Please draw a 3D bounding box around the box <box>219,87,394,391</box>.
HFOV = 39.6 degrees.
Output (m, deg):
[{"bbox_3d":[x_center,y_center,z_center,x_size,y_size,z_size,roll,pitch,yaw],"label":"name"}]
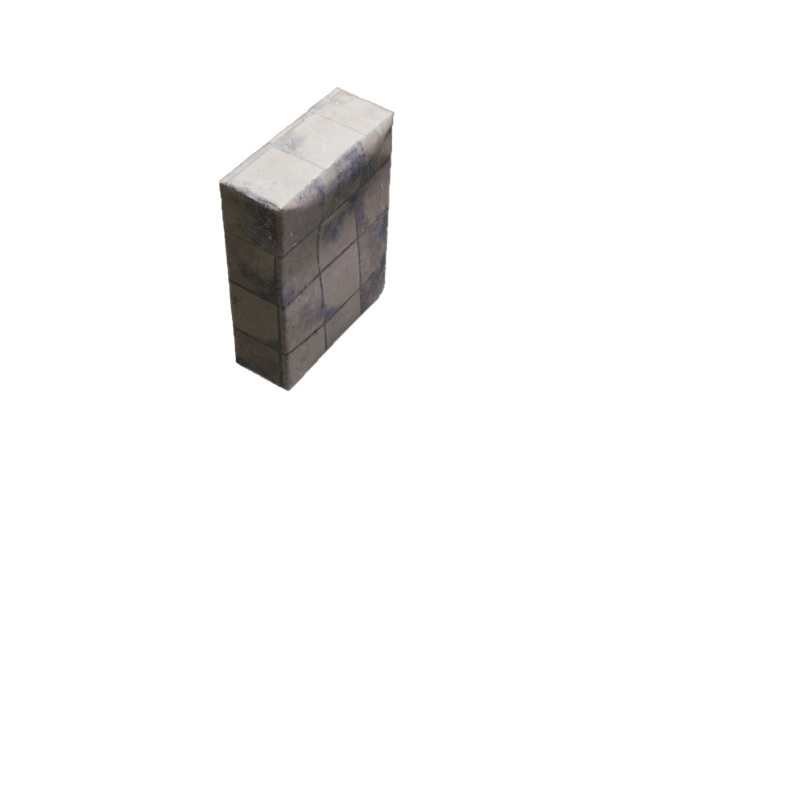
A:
[{"bbox_3d":[-0.076,-0.139,0.971,0.075,0.199,0.168,26,50,20],"label":"box"}]
